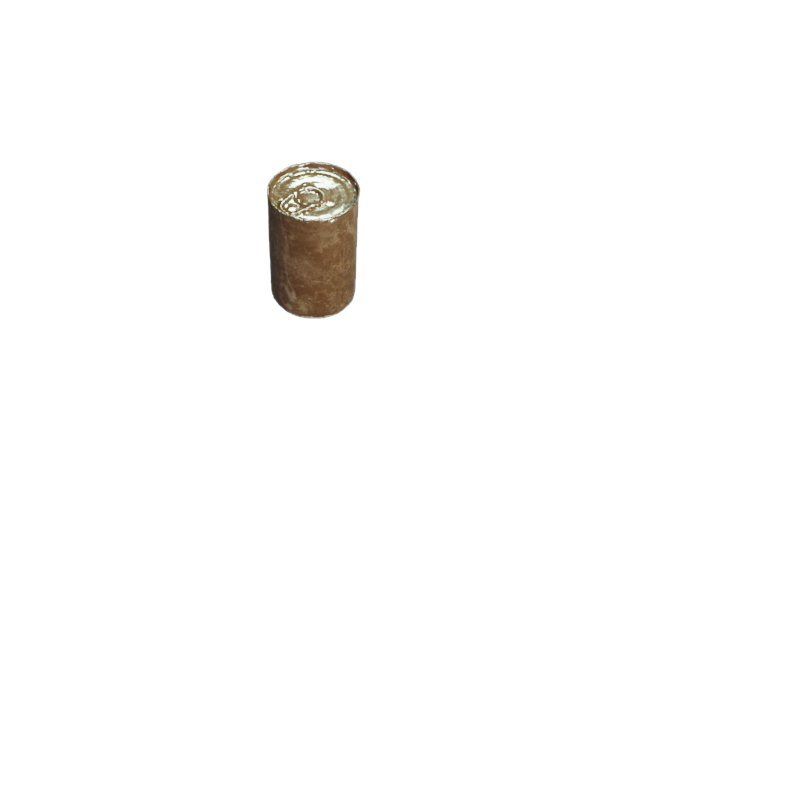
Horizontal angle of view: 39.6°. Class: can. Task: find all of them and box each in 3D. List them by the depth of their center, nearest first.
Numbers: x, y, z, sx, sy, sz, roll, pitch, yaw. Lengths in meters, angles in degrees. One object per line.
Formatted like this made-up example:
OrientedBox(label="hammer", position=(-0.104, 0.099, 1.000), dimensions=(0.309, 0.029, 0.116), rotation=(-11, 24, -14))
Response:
OrientedBox(label="can", position=(-0.066, -0.120, 0.840), dimensions=(0.068, 0.074, 0.095), rotation=(0, -44, -3))
